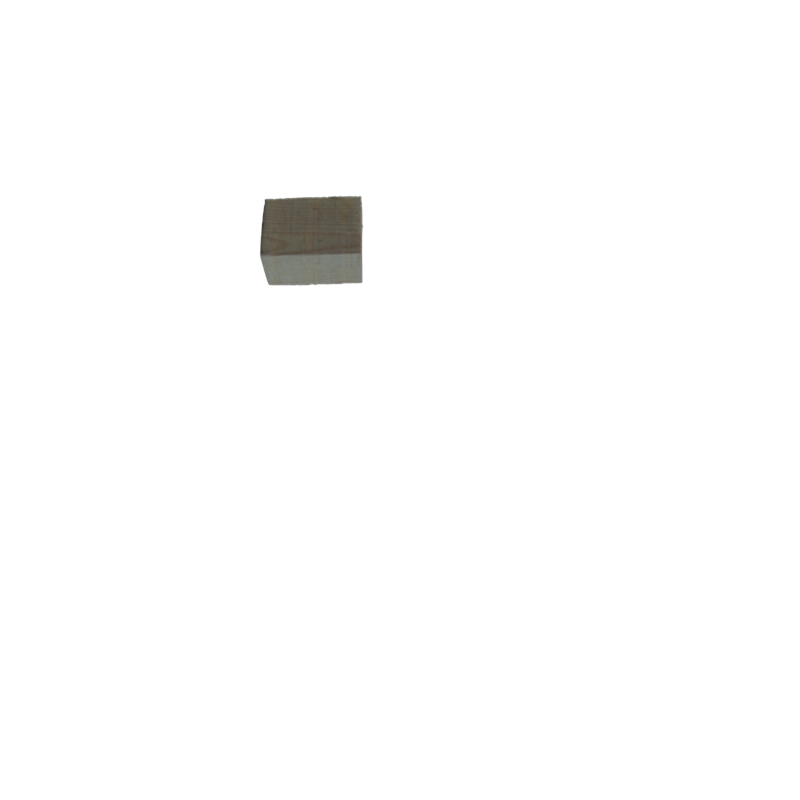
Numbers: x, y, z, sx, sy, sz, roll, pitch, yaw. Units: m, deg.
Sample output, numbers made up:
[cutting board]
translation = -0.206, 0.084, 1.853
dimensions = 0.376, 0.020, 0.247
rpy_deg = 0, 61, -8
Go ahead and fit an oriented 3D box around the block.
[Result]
[block]
translation = -0.068, -0.124, 0.866
dimensions = 0.078, 0.054, 0.050
rpy_deg = -1, -24, 1
